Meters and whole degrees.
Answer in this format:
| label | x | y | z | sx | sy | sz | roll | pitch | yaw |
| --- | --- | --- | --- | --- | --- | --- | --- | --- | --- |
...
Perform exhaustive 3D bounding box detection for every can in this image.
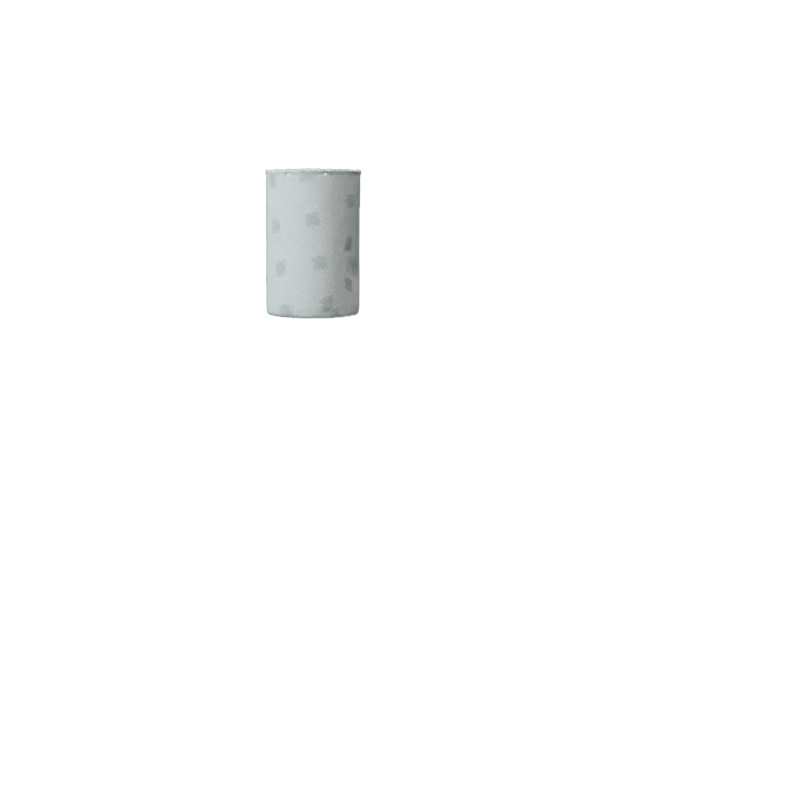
| label | x | y | z | sx | sy | sz | roll | pitch | yaw |
| --- | --- | --- | --- | --- | --- | --- | --- | --- | --- |
| can | -0.061 | -0.112 | 0.784 | 0.068 | 0.101 | 0.069 | 0 | 5 | -2 |
